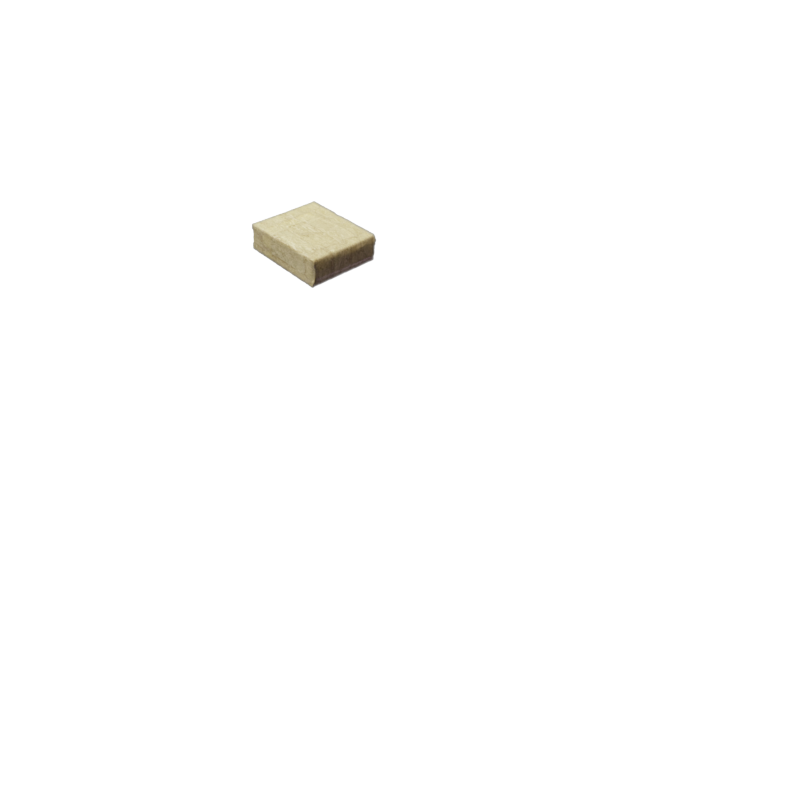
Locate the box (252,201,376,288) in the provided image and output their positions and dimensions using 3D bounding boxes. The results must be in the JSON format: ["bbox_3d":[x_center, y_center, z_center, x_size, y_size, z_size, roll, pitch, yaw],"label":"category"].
[{"bbox_3d":[-0.078,-0.142,0.994,0.073,0.028,0.096,-26,42,-33],"label":"box"}]
